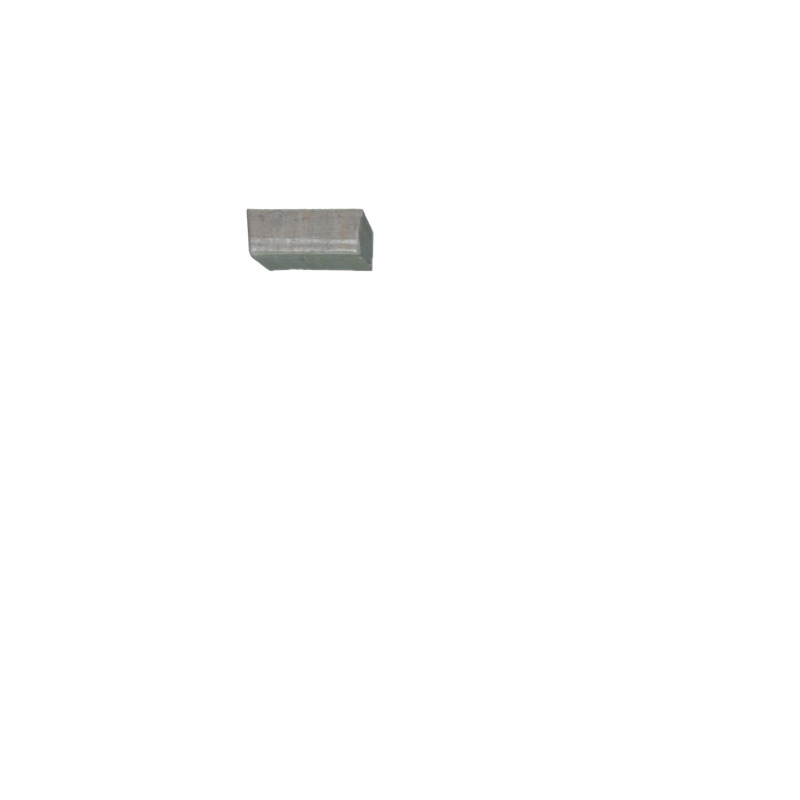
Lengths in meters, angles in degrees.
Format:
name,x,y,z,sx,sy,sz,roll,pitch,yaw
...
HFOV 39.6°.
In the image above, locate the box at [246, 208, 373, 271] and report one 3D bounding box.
name,x,y,z,sx,sy,sz,roll,pitch,yaw
box,-0.069,-0.126,0.881,0.090,0.039,0.112,0,0,4
